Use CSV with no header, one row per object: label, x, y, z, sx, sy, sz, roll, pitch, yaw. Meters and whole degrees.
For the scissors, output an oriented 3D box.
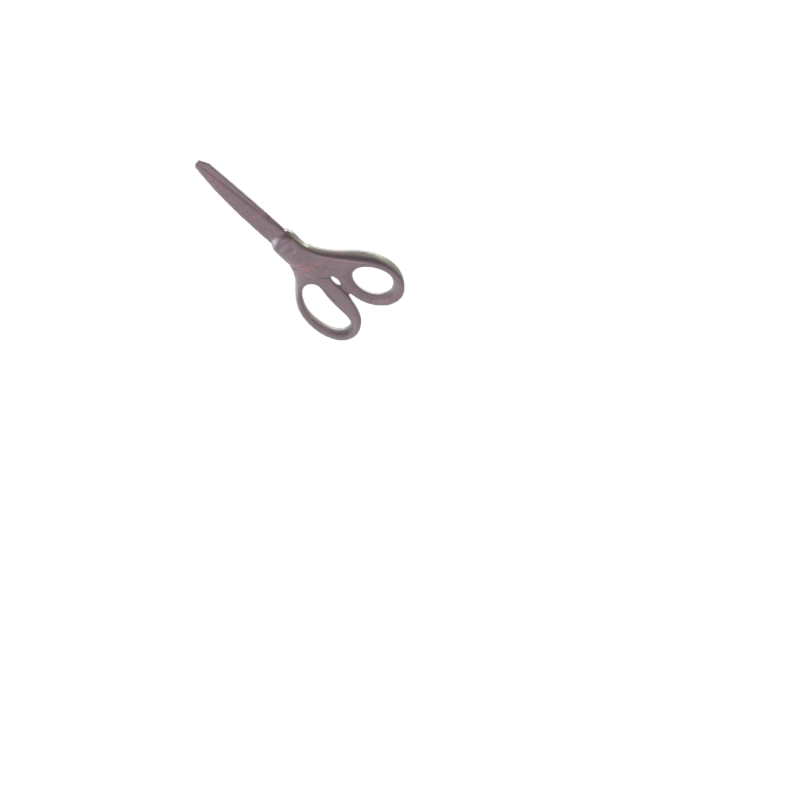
scissors,-0.065,-0.119,0.835,0.097,0.017,0.186,-17,-49,16
